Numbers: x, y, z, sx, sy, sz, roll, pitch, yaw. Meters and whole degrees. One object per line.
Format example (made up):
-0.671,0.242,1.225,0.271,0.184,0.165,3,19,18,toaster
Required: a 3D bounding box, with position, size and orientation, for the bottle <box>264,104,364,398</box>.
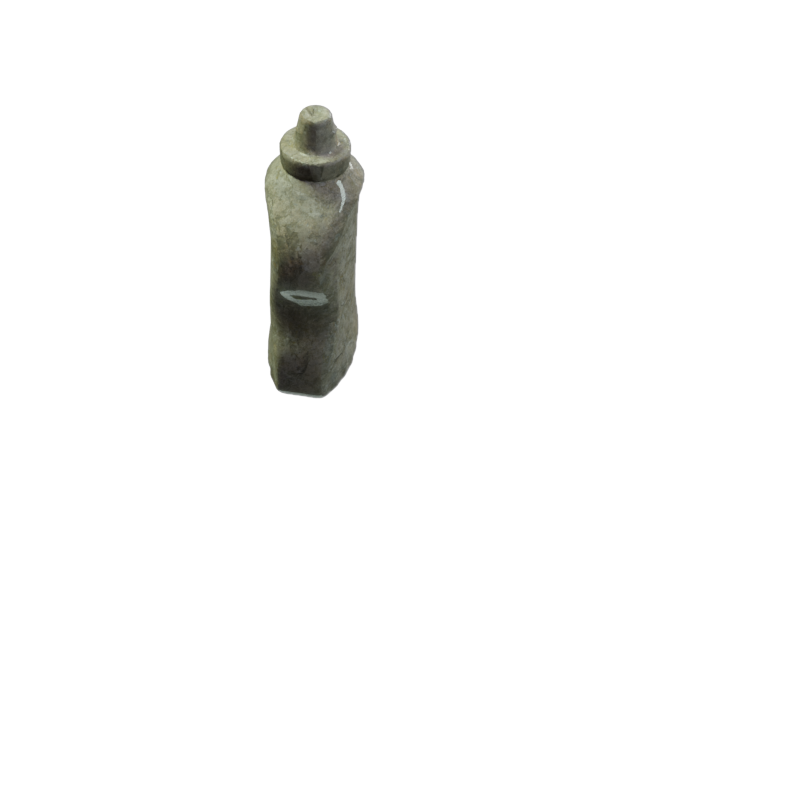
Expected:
-0.053,-0.097,0.679,0.059,0.179,0.102,9,46,5,bottle
